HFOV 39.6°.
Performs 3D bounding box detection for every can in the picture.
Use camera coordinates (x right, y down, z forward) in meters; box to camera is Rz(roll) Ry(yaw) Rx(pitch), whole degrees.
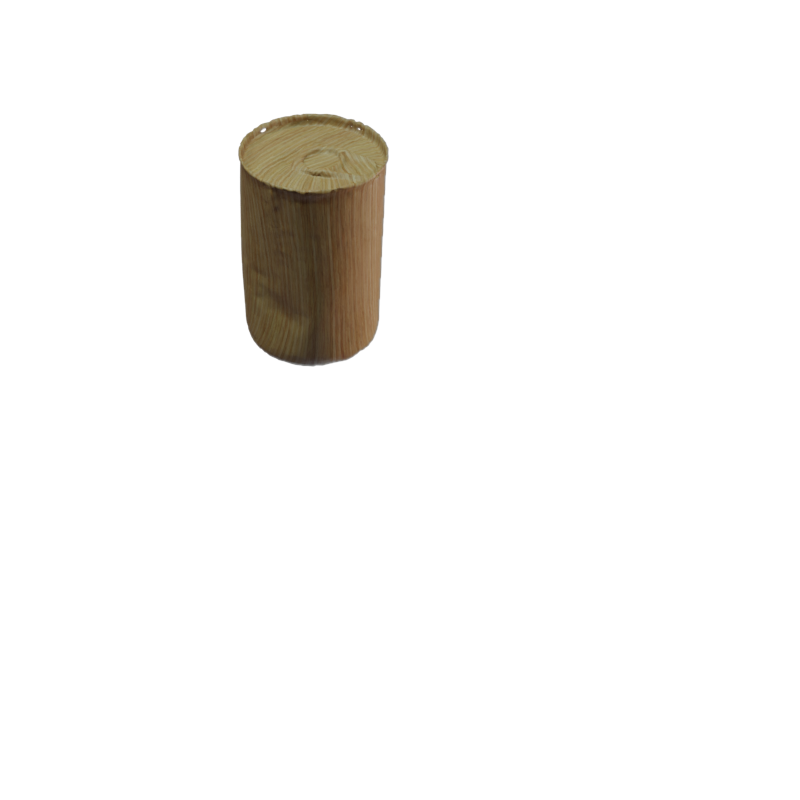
[{"bbox_3d":[-0.041,-0.075,0.527,0.068,0.095,0.073,0,39,-3],"label":"can"}]
